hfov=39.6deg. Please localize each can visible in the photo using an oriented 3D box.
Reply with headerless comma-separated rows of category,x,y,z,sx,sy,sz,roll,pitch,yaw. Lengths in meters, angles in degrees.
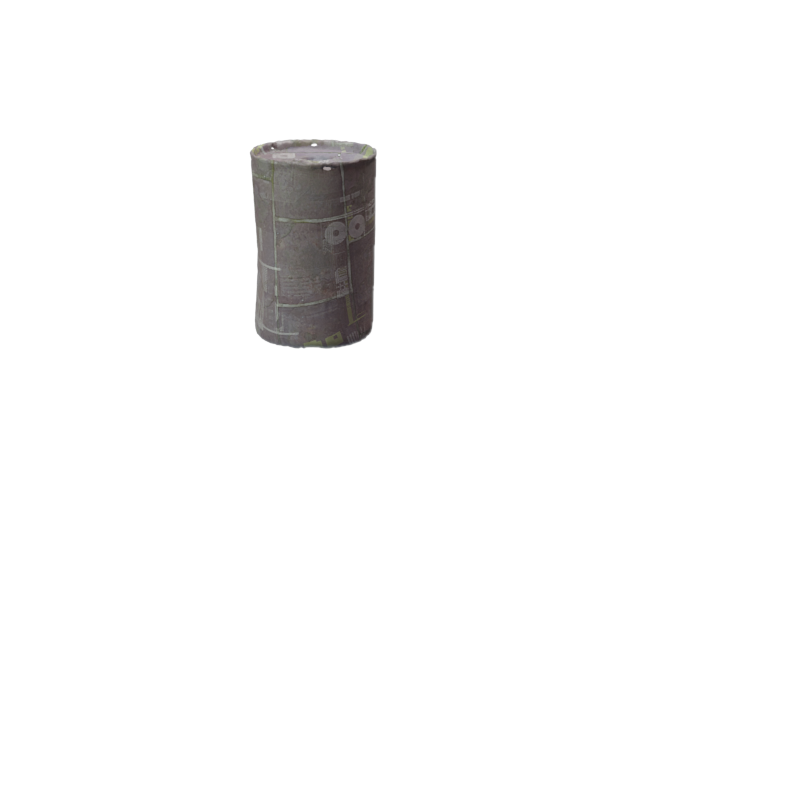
can,-0.047,-0.086,0.605,0.068,0.098,0.071,0,18,-2
